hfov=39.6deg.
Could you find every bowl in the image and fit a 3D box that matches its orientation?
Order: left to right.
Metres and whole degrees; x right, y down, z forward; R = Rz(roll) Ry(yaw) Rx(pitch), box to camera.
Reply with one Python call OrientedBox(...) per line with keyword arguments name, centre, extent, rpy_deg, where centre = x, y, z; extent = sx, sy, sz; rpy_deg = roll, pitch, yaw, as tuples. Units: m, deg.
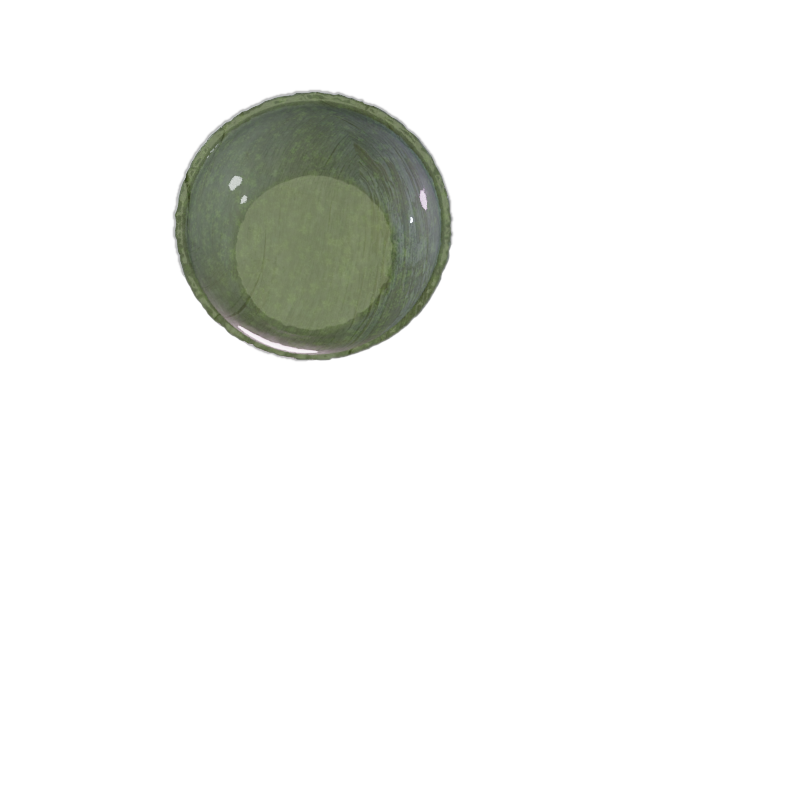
OrientedBox(name="bowl", centre=(-0.049, -0.089, 0.621), extent=(0.162, 0.156, 0.057), rpy_deg=(0, 17, -1))
